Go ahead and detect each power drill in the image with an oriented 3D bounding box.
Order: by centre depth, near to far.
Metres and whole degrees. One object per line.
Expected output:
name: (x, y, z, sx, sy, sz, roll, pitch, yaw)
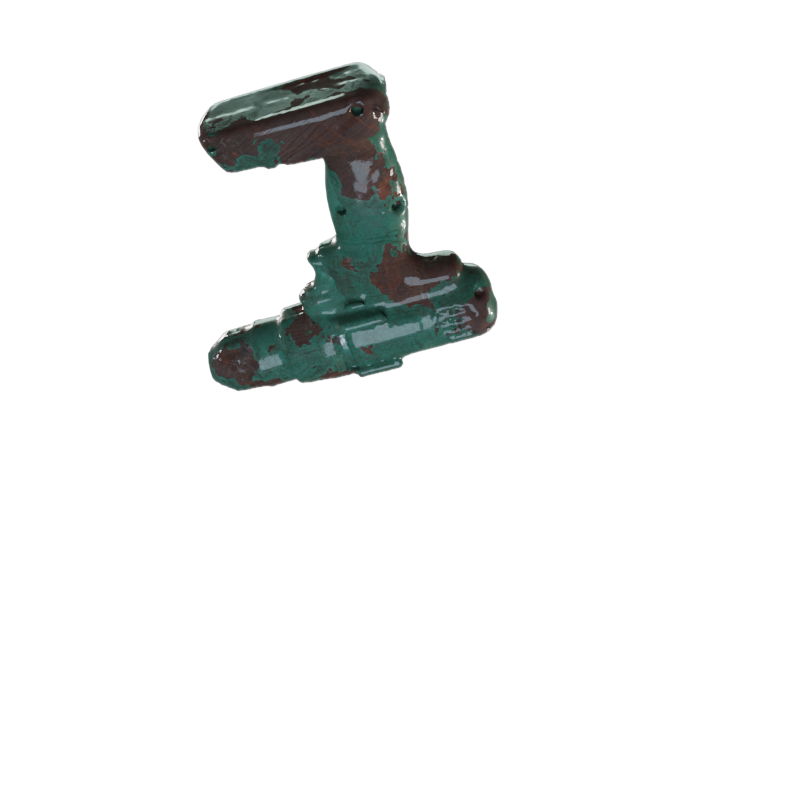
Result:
power drill: (-0.051, -0.093, 0.654, 0.185, 0.175, 0.061, -15, 34, 10)
